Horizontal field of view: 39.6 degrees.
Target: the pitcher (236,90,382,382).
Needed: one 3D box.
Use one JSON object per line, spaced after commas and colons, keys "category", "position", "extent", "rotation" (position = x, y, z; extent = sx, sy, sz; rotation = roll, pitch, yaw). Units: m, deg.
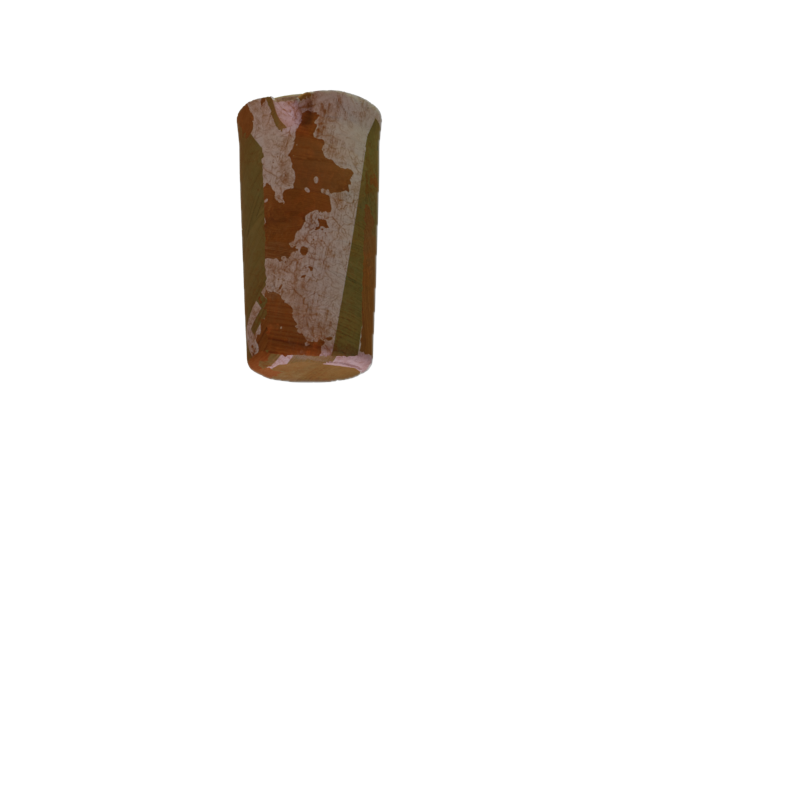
{"category": "pitcher", "position": [-0.078, -0.142, 0.991], "extent": [0.142, 0.253, 0.146], "rotation": [10, -19, -33]}
